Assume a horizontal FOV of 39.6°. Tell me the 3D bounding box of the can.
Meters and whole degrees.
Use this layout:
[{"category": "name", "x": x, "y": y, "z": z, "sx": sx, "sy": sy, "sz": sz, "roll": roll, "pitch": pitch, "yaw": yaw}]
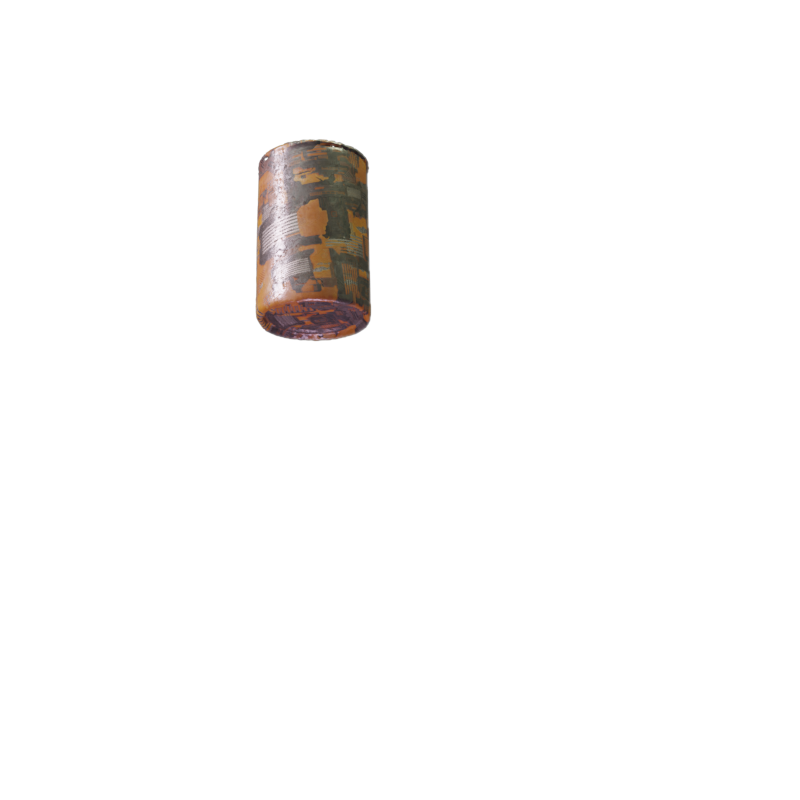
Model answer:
[{"category": "can", "x": -0.051, "y": -0.094, "z": 0.658, "sx": 0.068, "sy": 0.108, "sz": 0.065, "roll": 0, "pitch": -23, "yaw": -2}]
